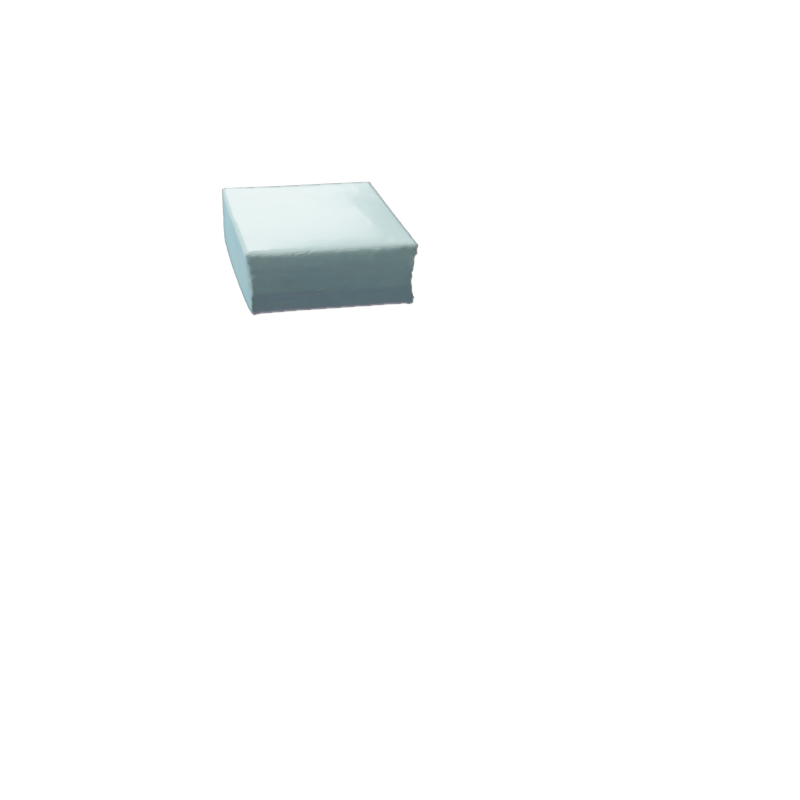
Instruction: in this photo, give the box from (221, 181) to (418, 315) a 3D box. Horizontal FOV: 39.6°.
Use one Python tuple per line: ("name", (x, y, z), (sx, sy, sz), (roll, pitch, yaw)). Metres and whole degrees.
("box", (-0.048, -0.087, 0.611), (0.089, 0.037, 0.121), (-6, 29, -12))
